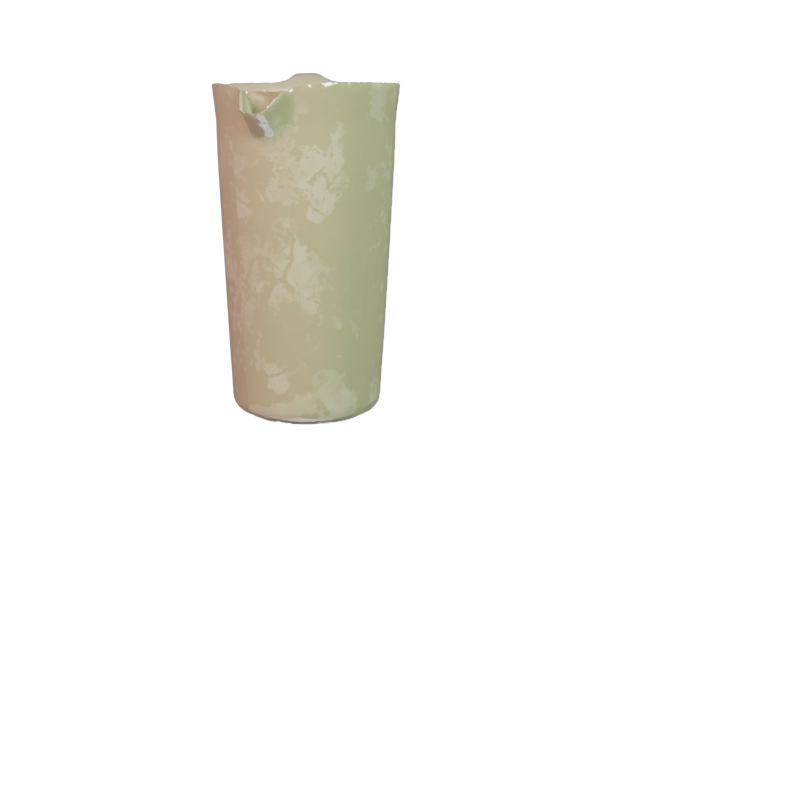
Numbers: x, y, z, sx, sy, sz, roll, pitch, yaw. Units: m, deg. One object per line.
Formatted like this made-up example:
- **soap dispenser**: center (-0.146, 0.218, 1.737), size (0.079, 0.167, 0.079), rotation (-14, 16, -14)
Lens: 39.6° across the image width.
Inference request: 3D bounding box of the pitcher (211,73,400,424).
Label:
- **pitcher**: center (-0.063, -0.116, 0.810), size (0.145, 0.238, 0.152), rotation (-4, 11, -24)
